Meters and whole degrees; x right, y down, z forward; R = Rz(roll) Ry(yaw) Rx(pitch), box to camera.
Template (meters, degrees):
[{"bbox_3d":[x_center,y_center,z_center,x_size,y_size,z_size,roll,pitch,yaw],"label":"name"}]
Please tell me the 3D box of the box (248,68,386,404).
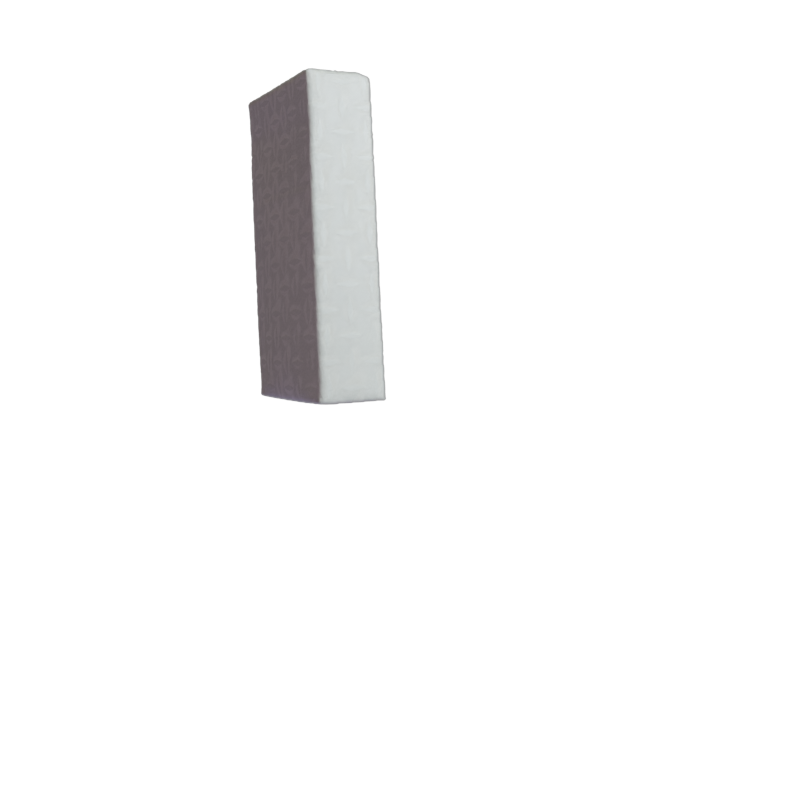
[{"bbox_3d":[-0.048,-0.089,0.621,0.046,0.178,0.095,2,-4,-26],"label":"box"}]
